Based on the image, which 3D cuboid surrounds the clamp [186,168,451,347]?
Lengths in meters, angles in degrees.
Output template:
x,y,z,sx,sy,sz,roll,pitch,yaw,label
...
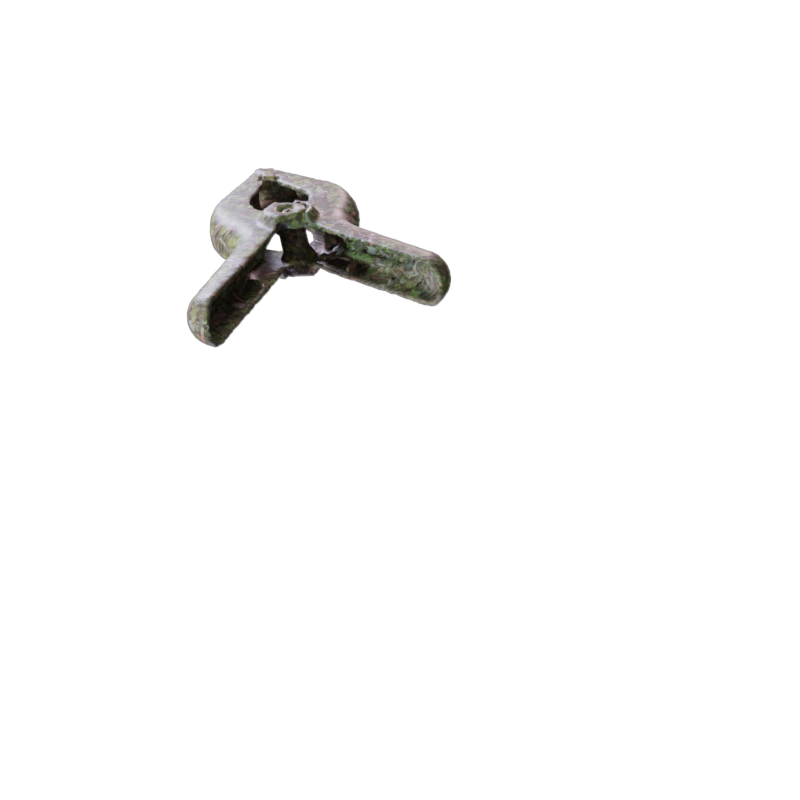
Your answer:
x,y,z,sx,sy,sz,roll,pitch,yaw,label
-0.044,-0.080,0.561,0.119,0.037,0.183,-3,31,-5,clamp
